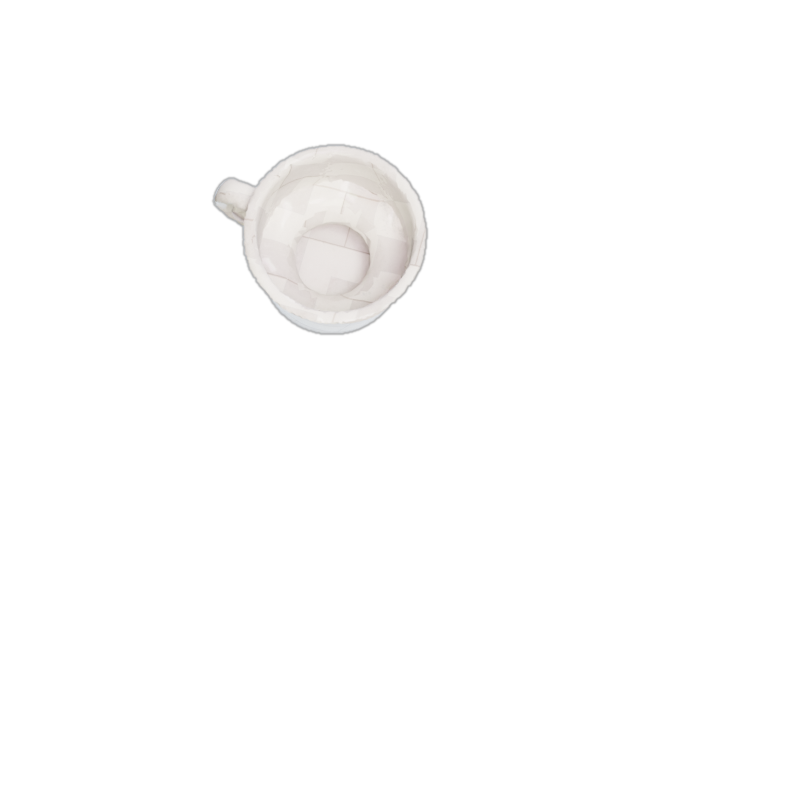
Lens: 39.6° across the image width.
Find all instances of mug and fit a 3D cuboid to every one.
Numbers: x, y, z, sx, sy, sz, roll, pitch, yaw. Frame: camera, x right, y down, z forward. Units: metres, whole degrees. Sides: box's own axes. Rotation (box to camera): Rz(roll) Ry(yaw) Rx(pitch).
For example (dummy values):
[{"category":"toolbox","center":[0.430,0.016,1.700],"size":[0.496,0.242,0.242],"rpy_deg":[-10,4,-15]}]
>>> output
[{"category":"mug","center":[-0.047,-0.085,0.597],"size":[0.118,0.095,0.079],"rpy_deg":[23,-10,3]}]
